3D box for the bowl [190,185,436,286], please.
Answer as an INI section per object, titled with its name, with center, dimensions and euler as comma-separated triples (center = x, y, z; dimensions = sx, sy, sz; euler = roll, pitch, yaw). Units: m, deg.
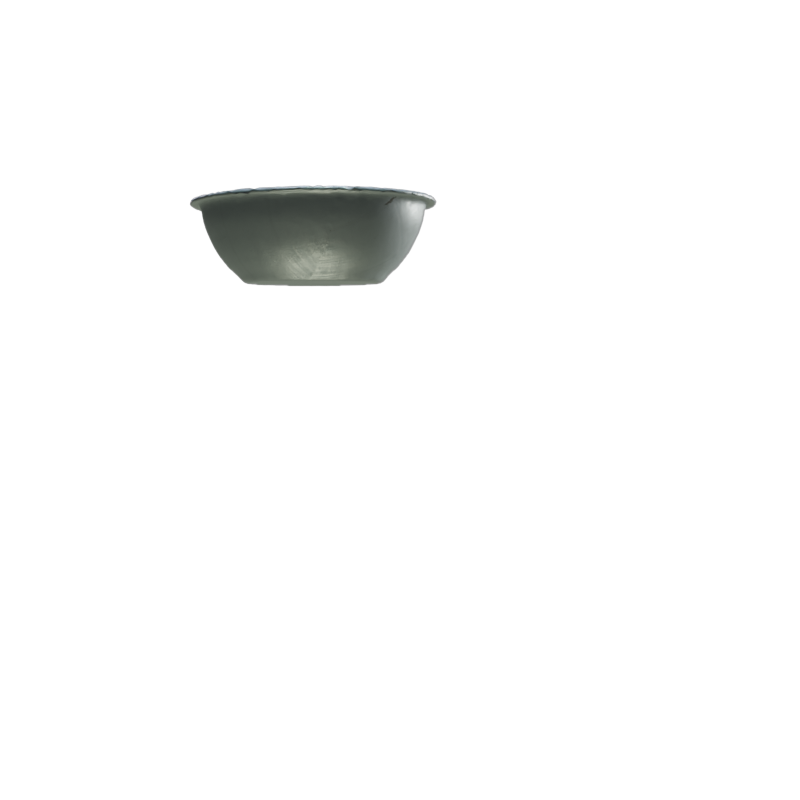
[bowl]
center = -0.057, -0.104, 0.727
dimensions = 0.162, 0.055, 0.162
euler = 0, 3, -2
